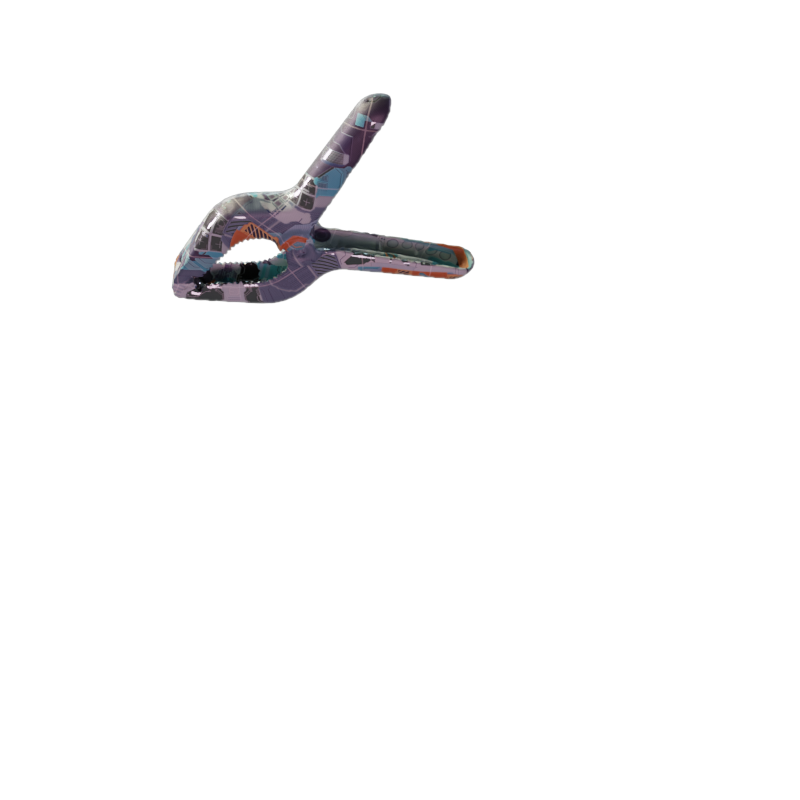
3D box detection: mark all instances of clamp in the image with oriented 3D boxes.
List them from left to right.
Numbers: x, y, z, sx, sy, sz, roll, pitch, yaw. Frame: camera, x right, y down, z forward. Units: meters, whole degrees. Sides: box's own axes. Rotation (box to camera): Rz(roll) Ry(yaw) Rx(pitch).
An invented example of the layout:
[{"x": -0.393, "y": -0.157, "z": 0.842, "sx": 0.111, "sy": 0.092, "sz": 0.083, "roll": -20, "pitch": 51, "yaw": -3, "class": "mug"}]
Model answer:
[{"x": -0.061, "y": -0.111, "z": 0.777, "sx": 0.211, "sy": 0.039, "sz": 0.152, "roll": -23, "pitch": -50, "yaw": 21, "class": "clamp"}]
